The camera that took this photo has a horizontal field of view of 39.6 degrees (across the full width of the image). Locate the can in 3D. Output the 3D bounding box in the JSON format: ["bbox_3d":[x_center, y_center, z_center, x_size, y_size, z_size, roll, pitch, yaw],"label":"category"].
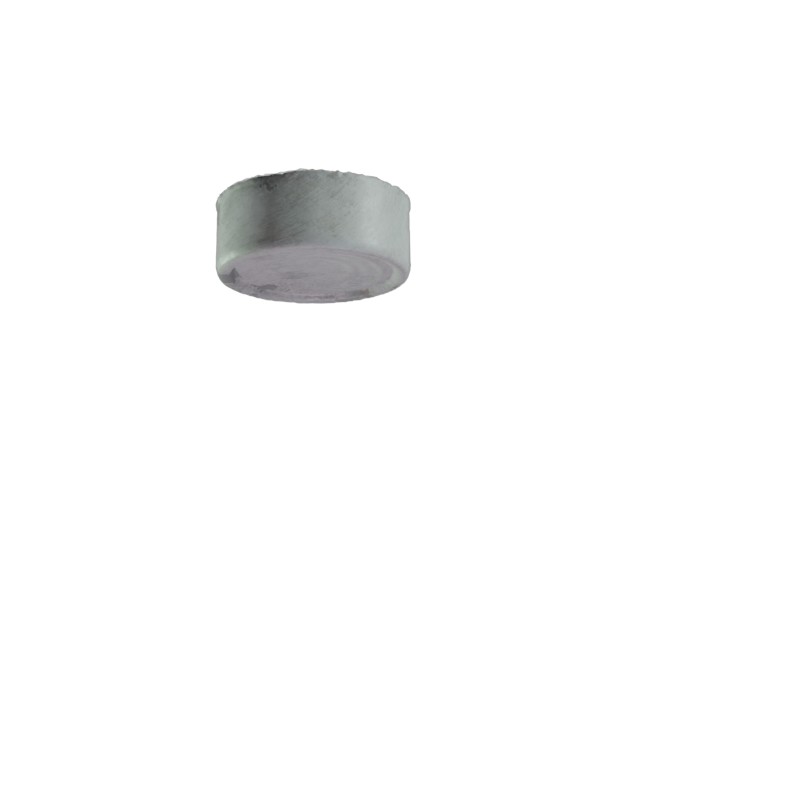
[{"bbox_3d":[-0.038,-0.069,0.483,0.086,0.035,0.083,0,-13,-2],"label":"can"}]
